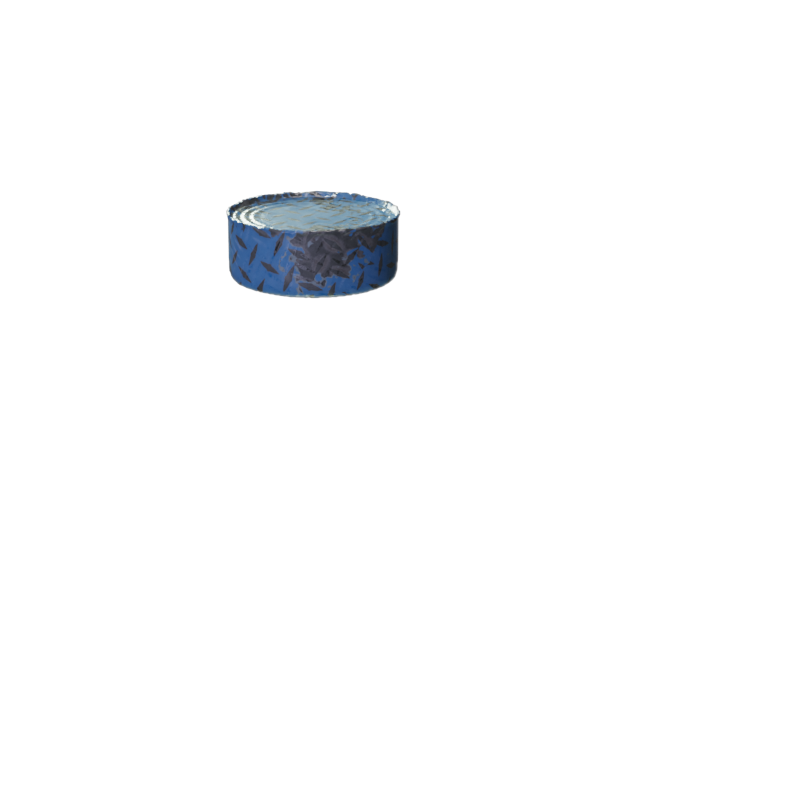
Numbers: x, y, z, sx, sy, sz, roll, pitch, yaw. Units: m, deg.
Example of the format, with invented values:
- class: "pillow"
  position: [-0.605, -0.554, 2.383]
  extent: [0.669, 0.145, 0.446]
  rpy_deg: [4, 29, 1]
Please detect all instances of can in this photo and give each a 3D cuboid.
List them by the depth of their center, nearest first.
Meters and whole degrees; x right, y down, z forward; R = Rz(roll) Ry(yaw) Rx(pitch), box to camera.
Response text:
- class: "can"
  position: [-0.043, -0.079, 0.551]
  extent: [0.086, 0.032, 0.090]
  rpy_deg: [-1, 21, -2]
